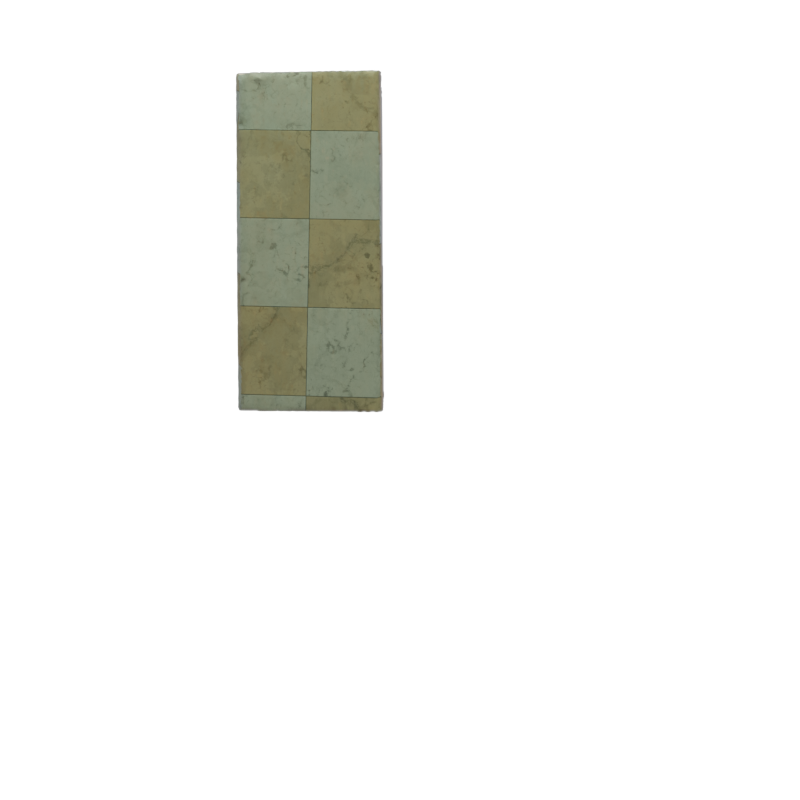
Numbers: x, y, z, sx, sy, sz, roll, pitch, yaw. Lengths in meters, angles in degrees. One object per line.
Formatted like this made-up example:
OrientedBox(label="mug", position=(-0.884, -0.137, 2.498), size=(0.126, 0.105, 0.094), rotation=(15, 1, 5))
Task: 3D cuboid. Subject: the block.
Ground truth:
OrientedBox(label="block", position=(-0.056, -0.102, 0.713), size=(0.091, 0.206, 0.090), rotation=(0, 0, 2))
